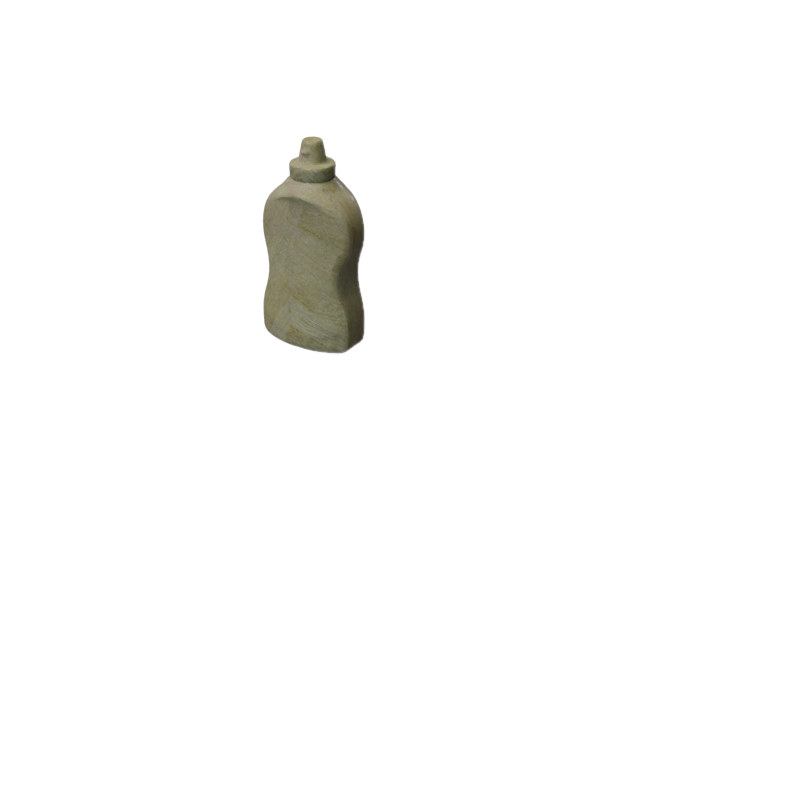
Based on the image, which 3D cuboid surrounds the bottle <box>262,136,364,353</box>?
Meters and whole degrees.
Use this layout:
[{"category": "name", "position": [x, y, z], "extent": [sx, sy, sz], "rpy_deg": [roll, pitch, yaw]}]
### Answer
[{"category": "bottle", "position": [-0.078, -0.142, 0.993], "extent": [0.101, 0.182, 0.058], "rpy_deg": [17, 28, 31]}]
